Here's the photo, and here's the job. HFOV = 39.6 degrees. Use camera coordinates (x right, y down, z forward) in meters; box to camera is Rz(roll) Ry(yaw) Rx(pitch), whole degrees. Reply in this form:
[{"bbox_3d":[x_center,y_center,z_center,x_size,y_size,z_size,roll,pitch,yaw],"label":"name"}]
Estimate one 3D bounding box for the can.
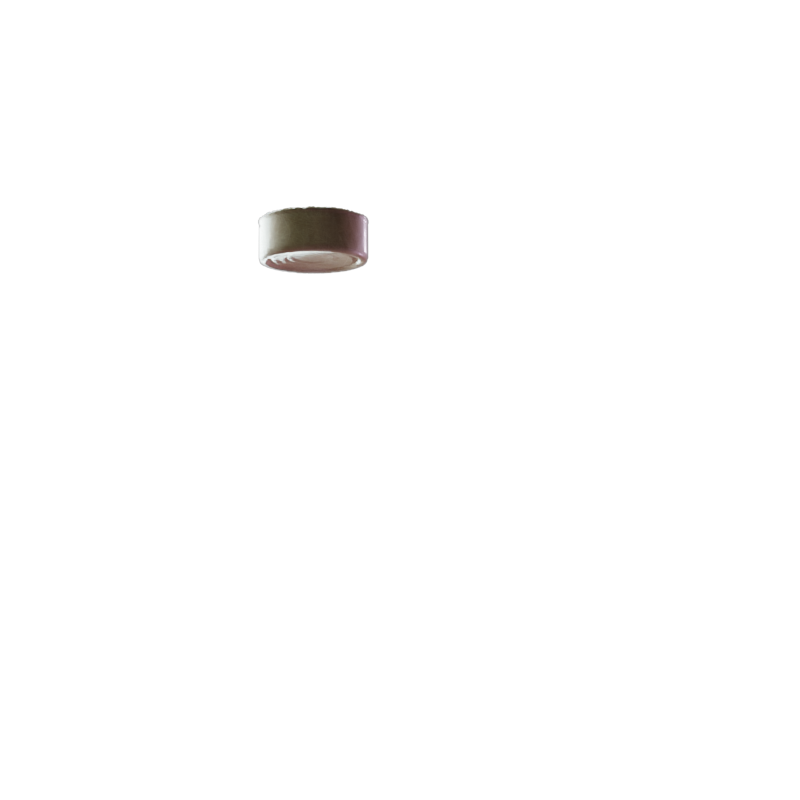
[{"bbox_3d":[-0.067,-0.122,0.854,0.086,0.034,0.084,0,-7,-2],"label":"can"}]
